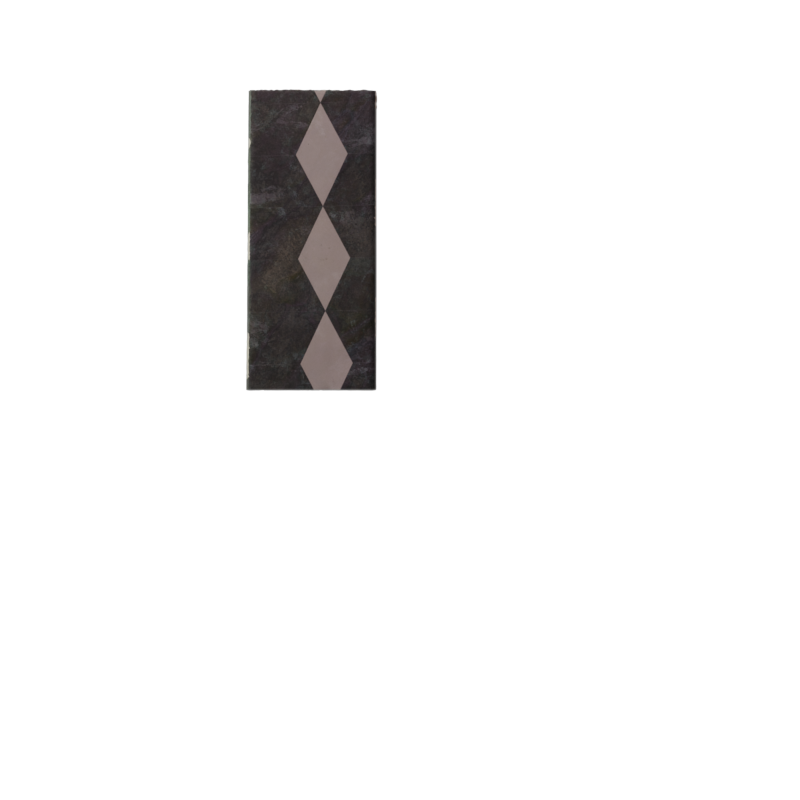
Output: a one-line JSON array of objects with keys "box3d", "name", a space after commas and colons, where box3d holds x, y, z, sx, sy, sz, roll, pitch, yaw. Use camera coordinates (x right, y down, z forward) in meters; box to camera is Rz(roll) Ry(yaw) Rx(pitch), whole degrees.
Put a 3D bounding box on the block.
[{"box3d": [-0.062, -0.114, 0.799, 0.091, 0.207, 0.090, 0, -1, -1], "name": "block"}]
